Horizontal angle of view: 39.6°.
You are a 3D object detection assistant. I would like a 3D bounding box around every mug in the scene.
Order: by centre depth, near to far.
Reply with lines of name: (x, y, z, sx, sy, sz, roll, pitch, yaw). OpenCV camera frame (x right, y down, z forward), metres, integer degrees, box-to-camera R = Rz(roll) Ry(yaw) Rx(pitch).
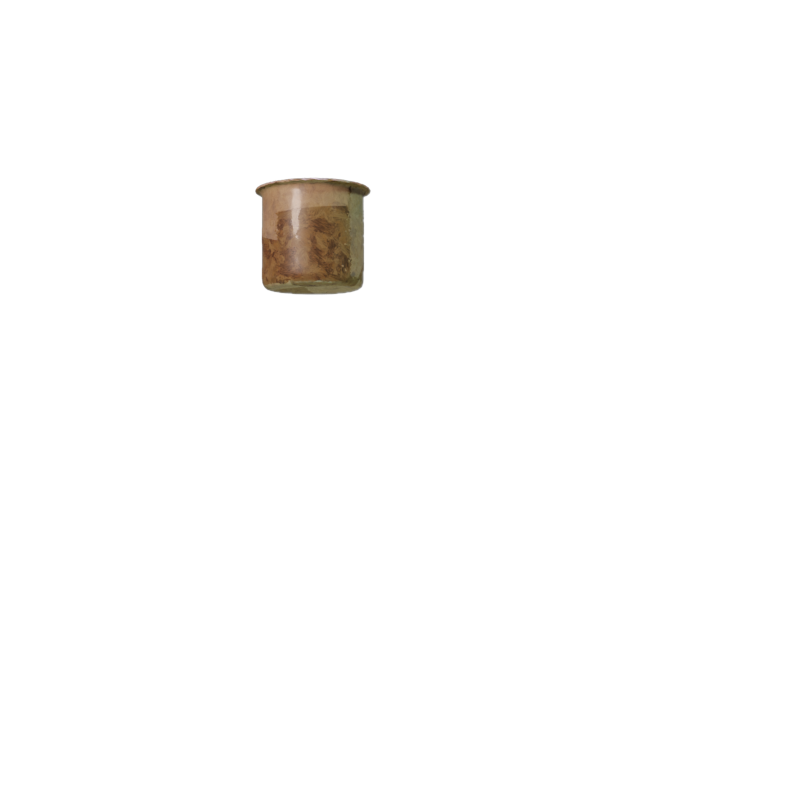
mug: (-0.071, -0.129, 0.901, 0.093, 0.083, 0.115, 0, -4, -1)
